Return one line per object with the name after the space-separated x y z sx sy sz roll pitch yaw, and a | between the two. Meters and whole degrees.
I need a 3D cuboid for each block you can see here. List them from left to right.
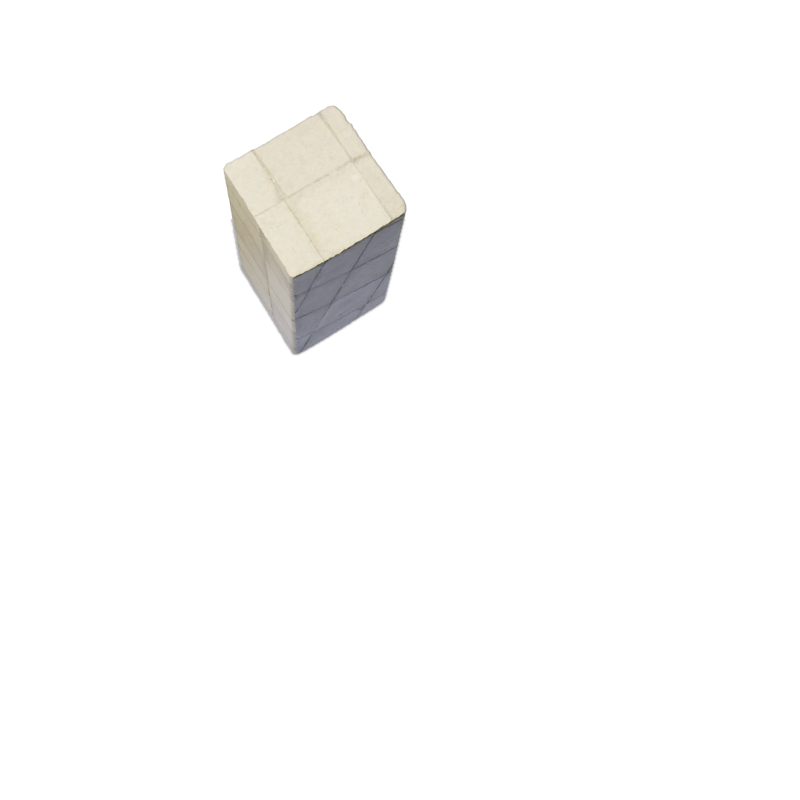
-0.062 -0.115 0.803 0.090 0.094 0.199 -31 -9 -10 | block
